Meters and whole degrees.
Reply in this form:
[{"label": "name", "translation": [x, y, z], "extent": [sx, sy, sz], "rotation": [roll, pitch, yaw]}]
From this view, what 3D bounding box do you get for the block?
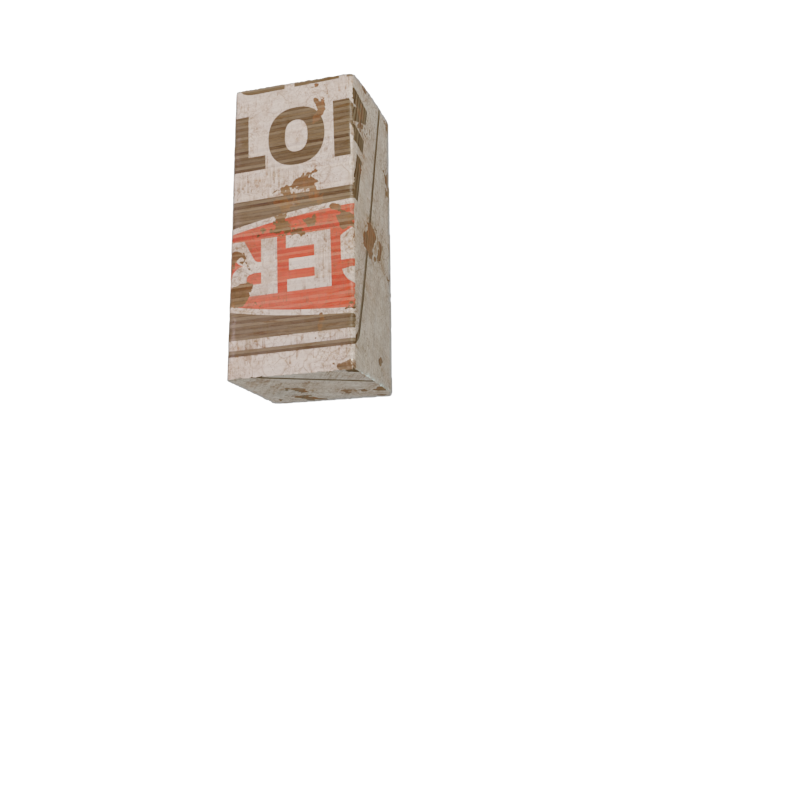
[{"label": "block", "translation": [-0.060, -0.110, 0.772], "extent": [0.092, 0.215, 0.085], "rotation": [-7, -18, 16]}]
